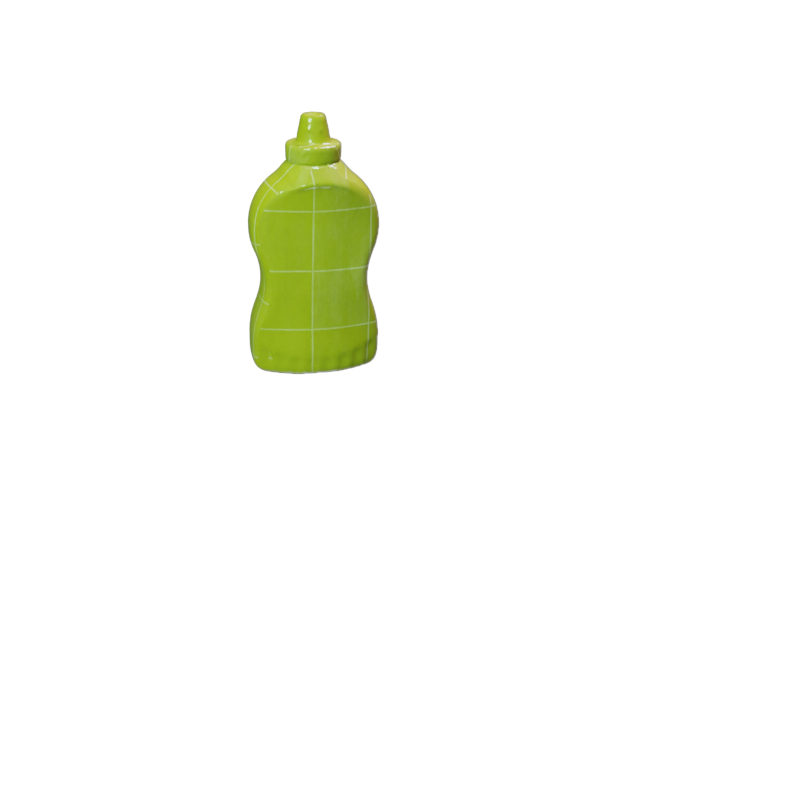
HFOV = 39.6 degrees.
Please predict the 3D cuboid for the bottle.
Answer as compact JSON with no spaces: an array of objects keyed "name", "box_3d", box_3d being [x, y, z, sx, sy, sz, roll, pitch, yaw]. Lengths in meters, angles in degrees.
[{"name":"bottle","box_3d":[-0.064,-0.117,0.820,0.095,0.183,0.062,-2,20,-10]}]
